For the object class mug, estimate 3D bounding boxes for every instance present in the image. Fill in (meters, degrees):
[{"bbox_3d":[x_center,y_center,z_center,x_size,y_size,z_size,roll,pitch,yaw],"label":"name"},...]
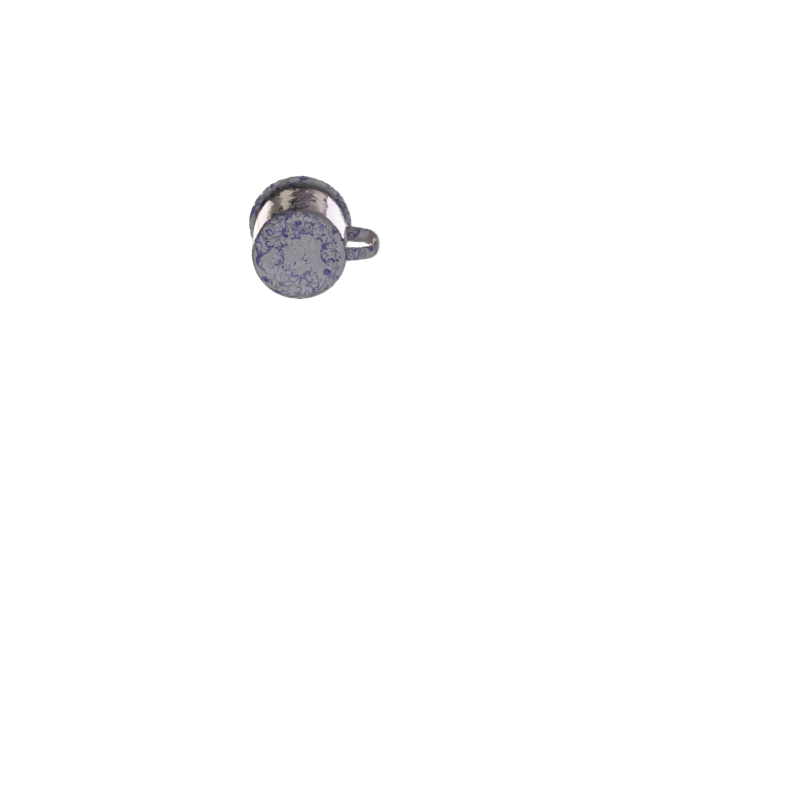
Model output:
[{"bbox_3d":[-0.076,-0.139,0.972,0.116,0.089,0.086,6,25,-4],"label":"mug"}]
